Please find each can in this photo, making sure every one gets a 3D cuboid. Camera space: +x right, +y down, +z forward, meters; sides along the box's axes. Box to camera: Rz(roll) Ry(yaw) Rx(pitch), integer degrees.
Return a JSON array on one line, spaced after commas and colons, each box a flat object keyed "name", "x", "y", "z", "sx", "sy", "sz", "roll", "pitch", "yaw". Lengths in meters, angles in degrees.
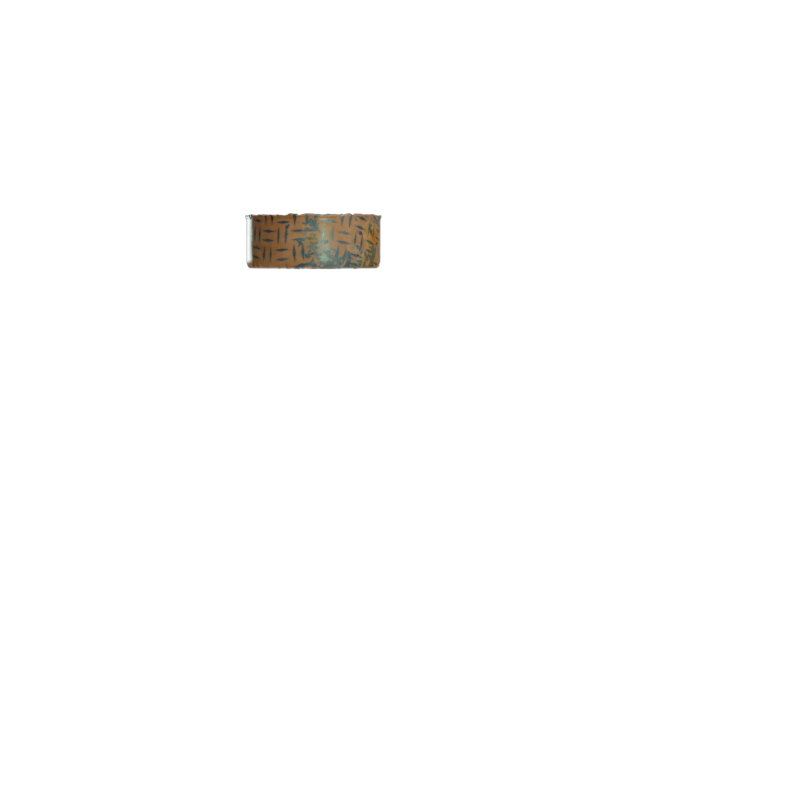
[{"name": "can", "x": -0.055, "y": -0.099, "z": 0.696, "sx": 0.086, "sy": 0.033, "sz": 0.087, "roll": 0, "pitch": 7, "yaw": -2}]
